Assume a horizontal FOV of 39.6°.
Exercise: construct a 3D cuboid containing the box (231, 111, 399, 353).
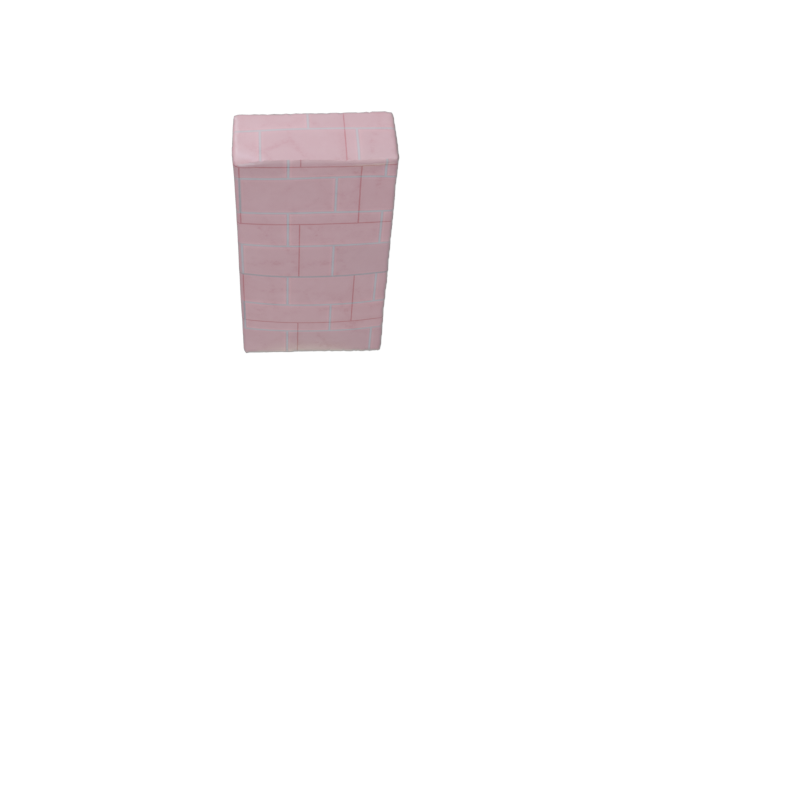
[{"bbox_3d":[-0.053,-0.096,0.673,0.093,0.051,0.165,-1,-34,-4],"label":"box"}]
